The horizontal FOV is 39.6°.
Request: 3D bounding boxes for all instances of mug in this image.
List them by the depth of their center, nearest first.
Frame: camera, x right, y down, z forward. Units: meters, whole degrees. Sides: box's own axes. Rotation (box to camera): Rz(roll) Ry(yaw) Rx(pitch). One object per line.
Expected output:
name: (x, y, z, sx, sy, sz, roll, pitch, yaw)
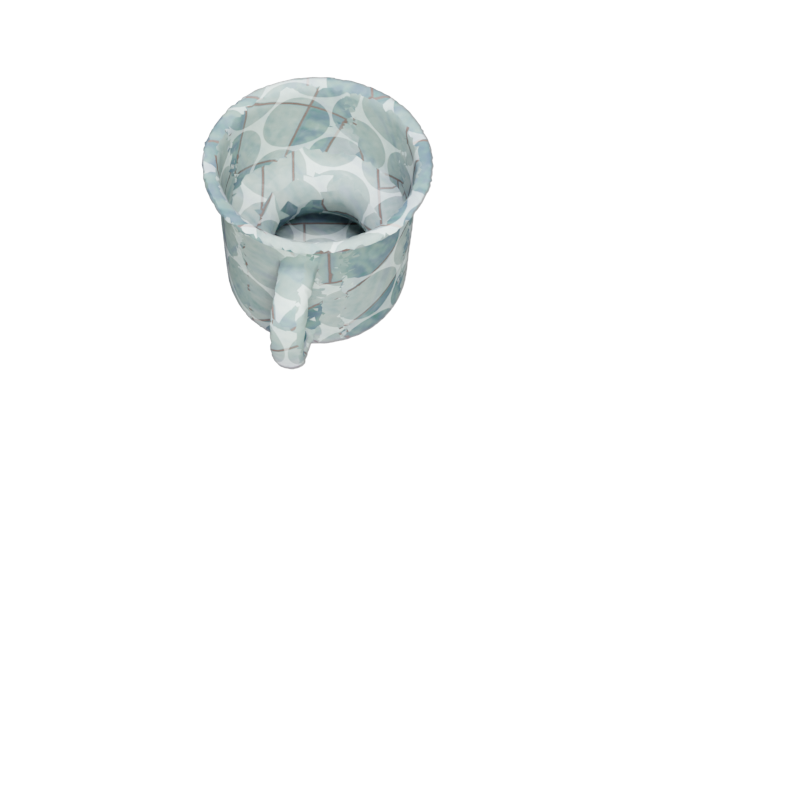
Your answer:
mug: (-0.037, -0.067, 0.470, 0.094, 0.124, 0.076, 6, -33, 2)
